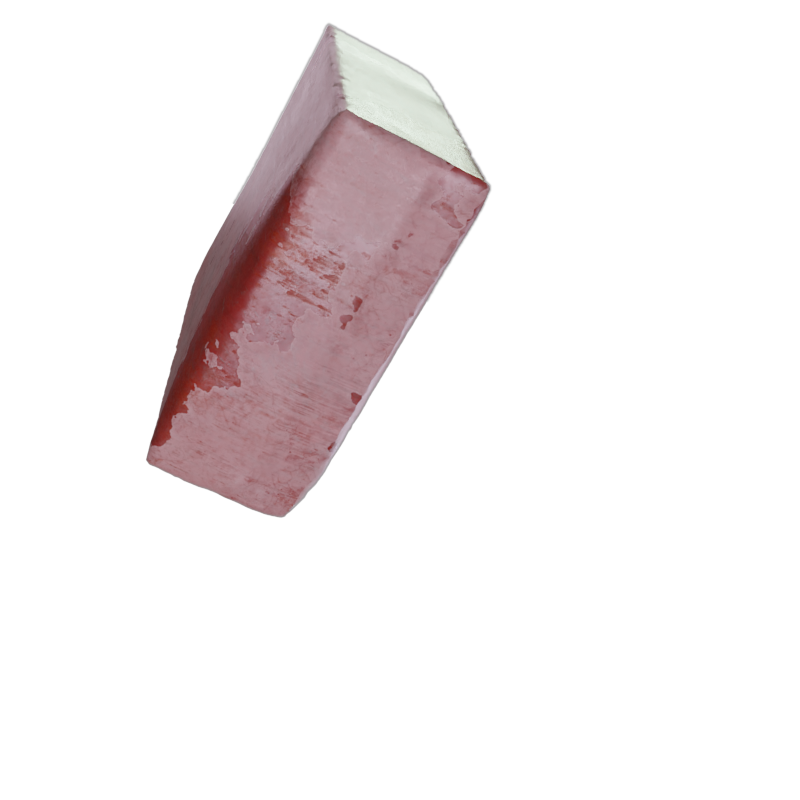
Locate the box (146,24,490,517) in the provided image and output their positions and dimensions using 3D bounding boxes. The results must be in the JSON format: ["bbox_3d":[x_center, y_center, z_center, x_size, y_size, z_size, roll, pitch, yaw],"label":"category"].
[{"bbox_3d":[-0.040,-0.074,0.516,0.070,0.160,0.225,27,20,-15],"label":"box"}]
